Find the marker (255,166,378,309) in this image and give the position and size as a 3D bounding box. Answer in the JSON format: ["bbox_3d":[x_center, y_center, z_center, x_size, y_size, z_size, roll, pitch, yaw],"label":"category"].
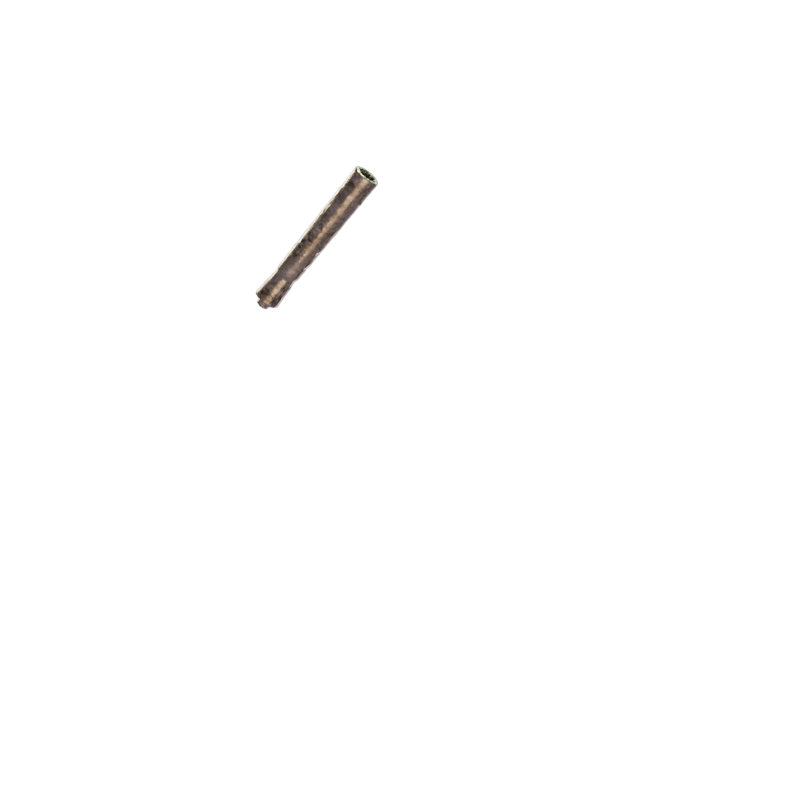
[{"bbox_3d":[-0.059,-0.107,0.749,0.019,0.119,0.021,34,23,-20],"label":"marker"}]
